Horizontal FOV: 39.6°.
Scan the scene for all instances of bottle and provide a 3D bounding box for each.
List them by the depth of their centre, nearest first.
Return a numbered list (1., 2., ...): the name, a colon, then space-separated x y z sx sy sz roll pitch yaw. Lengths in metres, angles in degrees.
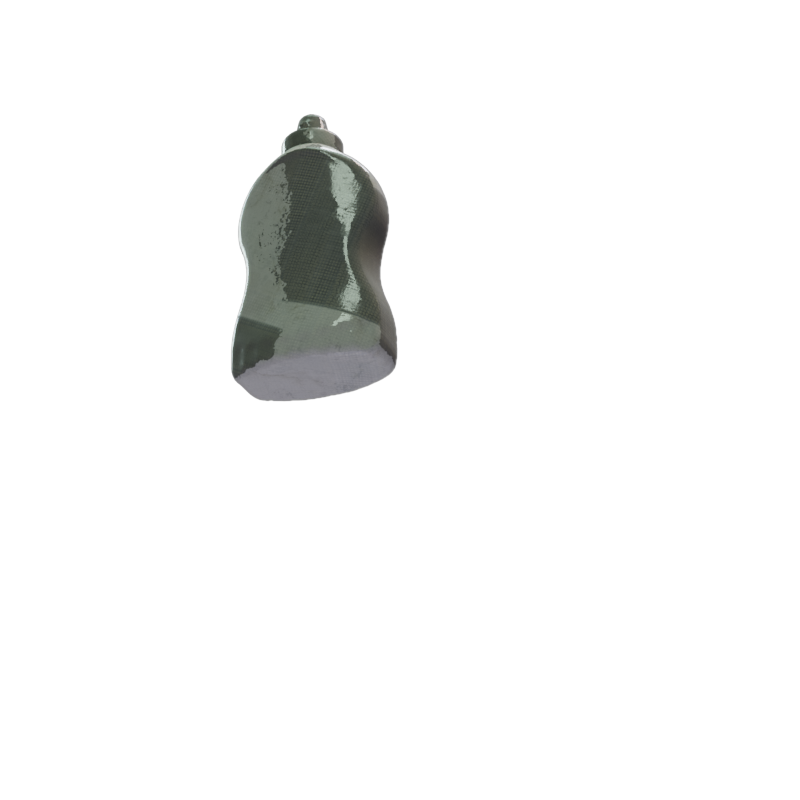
1. bottle: -0.054 -0.099 0.690 0.097 0.204 0.054 -14 -33 19
